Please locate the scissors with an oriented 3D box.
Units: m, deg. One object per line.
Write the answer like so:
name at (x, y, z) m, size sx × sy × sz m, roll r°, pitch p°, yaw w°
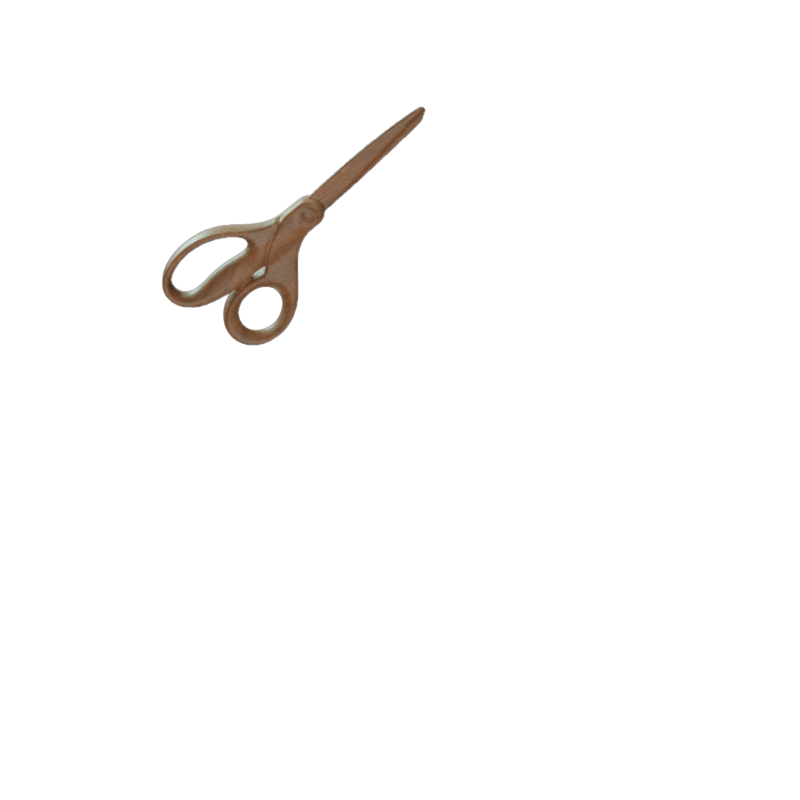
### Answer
scissors at (-0.055, -0.099, 0.696) m, size 0.202 × 0.090 × 0.017 m, roll -24°, pitch 27°, yaw 13°
